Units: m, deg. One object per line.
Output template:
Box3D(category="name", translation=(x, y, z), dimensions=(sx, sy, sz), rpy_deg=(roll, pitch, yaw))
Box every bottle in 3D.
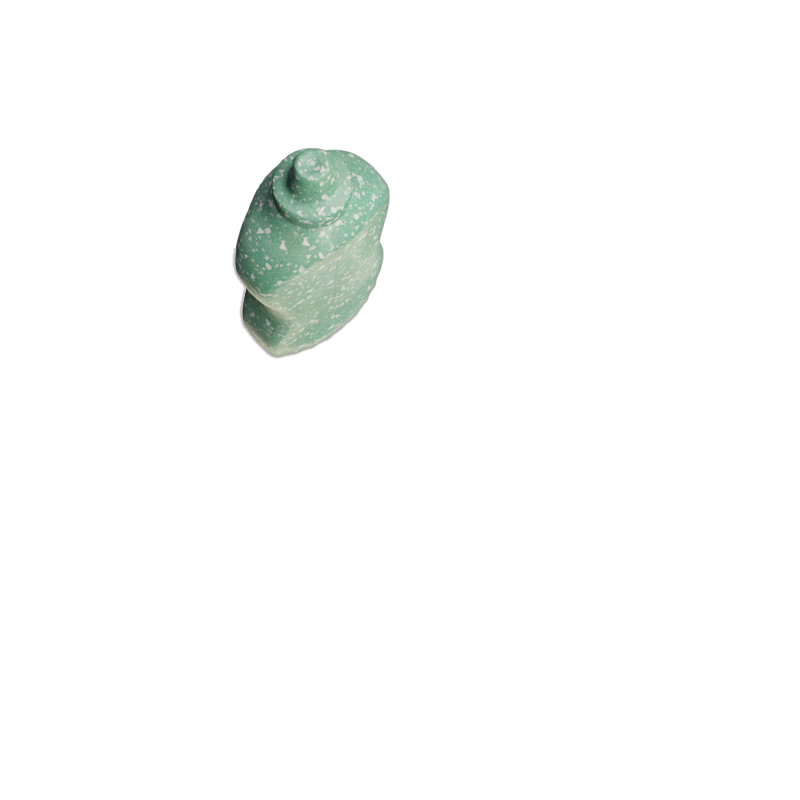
Box3D(category="bottle", translation=(-0.049, -0.090, 0.625), dimensions=(0.097, 0.060, 0.184), rpy_deg=(-39, -10, -13))
